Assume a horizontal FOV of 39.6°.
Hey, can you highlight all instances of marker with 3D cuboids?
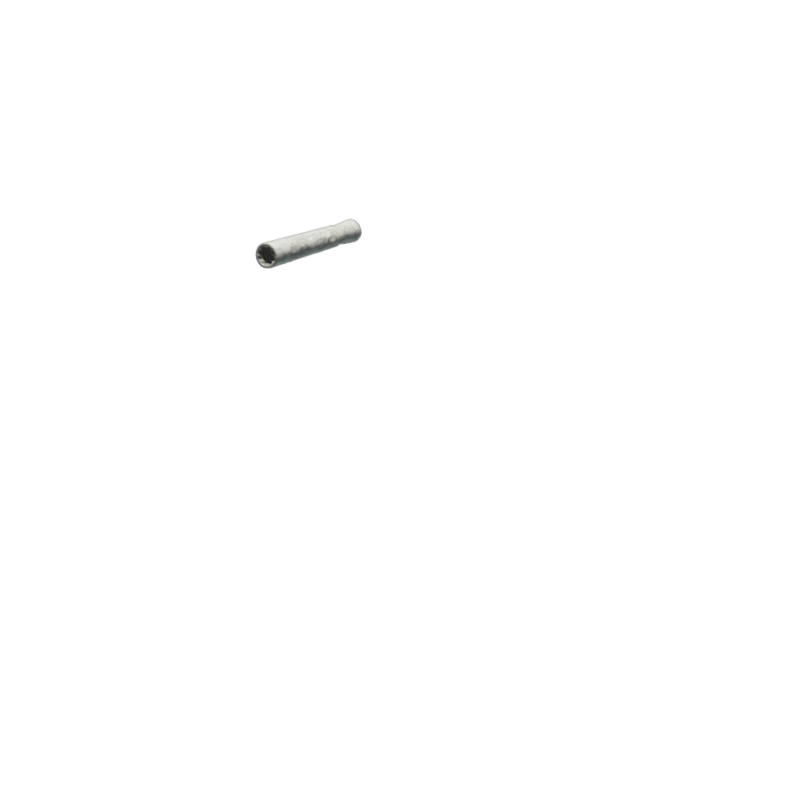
[{"bbox_3d":[-0.064,-0.116,0.814,0.020,0.019,0.120,2,17,30],"label":"marker"}]
